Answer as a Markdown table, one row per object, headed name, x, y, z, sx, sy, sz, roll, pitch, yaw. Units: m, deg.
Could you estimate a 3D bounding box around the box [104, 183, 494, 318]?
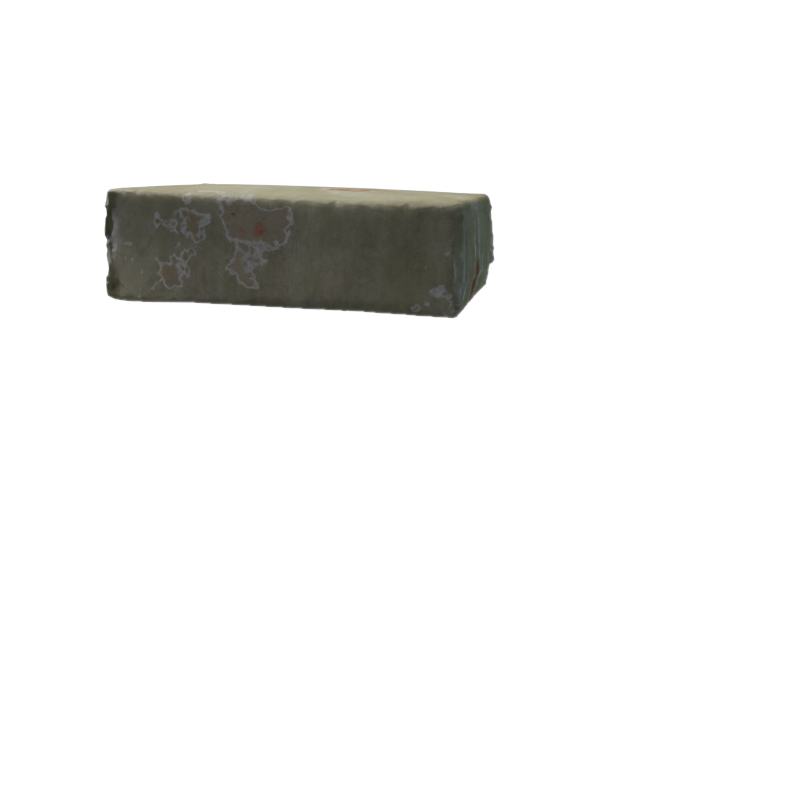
| name | x | y | z | sx | sy | sz | roll | pitch | yaw |
| --- | --- | --- | --- | --- | --- | --- | --- | --- | --- |
| box | -0.029 | -0.053 | 0.370 | 0.115 | 0.038 | 0.090 | 2 | 10 | 12 |
